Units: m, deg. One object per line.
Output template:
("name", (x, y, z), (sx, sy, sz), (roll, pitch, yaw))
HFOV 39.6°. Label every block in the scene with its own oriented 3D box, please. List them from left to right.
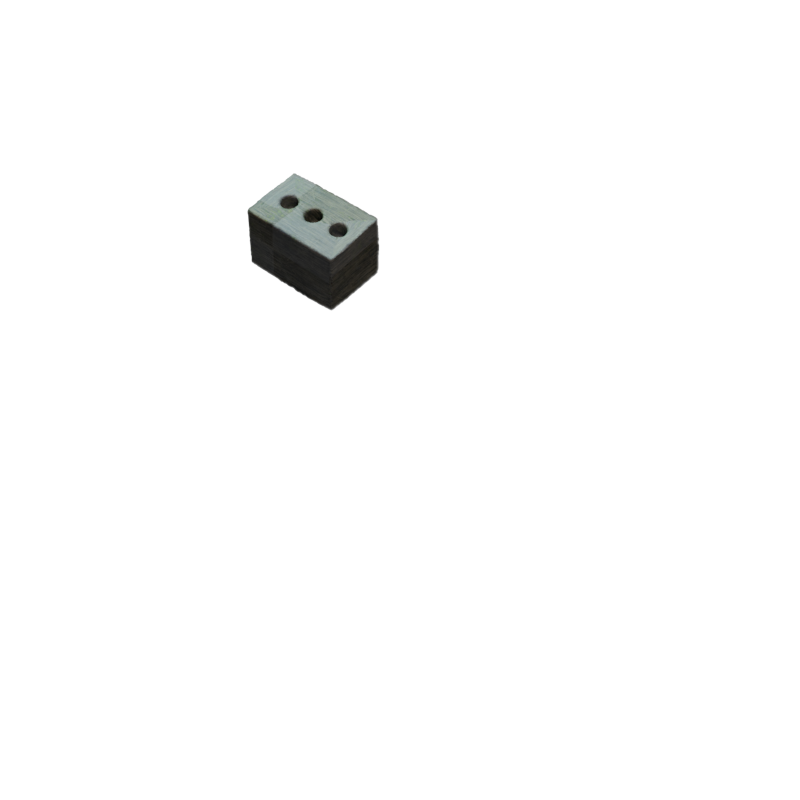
("block", (-0.060, -0.110, 0.770), (0.082, 0.048, 0.054), (31, 54, 24))
